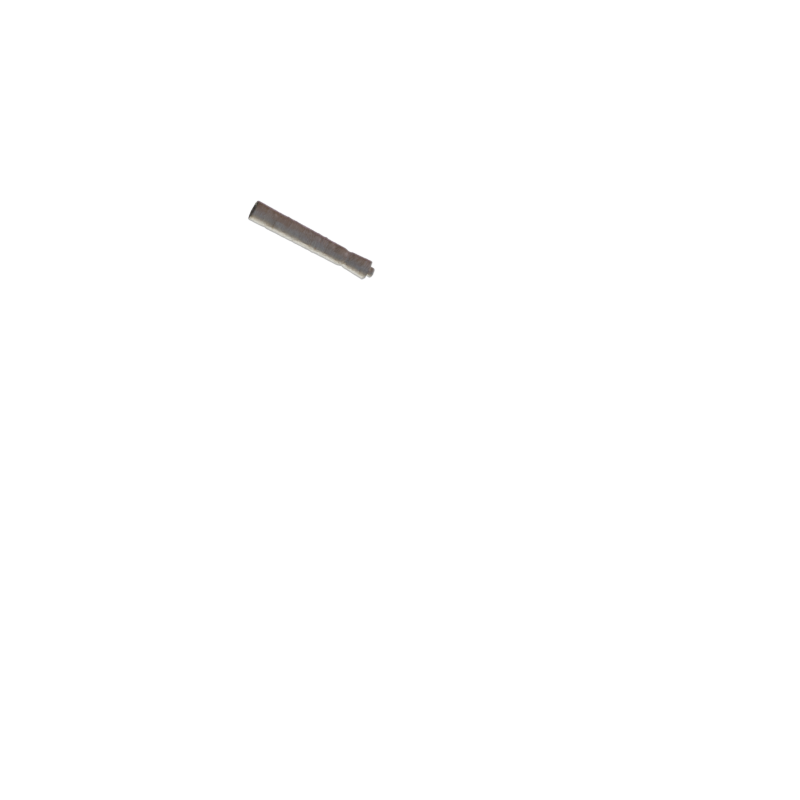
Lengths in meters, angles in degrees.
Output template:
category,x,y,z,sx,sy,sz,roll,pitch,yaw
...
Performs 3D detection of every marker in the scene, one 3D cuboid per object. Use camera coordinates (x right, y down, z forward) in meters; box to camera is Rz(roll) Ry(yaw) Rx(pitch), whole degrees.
category,x,y,z,sx,sy,sz,roll,pitch,yaw
marker,-0.076,-0.139,0.972,0.118,0.020,0.020,27,-3,-11
